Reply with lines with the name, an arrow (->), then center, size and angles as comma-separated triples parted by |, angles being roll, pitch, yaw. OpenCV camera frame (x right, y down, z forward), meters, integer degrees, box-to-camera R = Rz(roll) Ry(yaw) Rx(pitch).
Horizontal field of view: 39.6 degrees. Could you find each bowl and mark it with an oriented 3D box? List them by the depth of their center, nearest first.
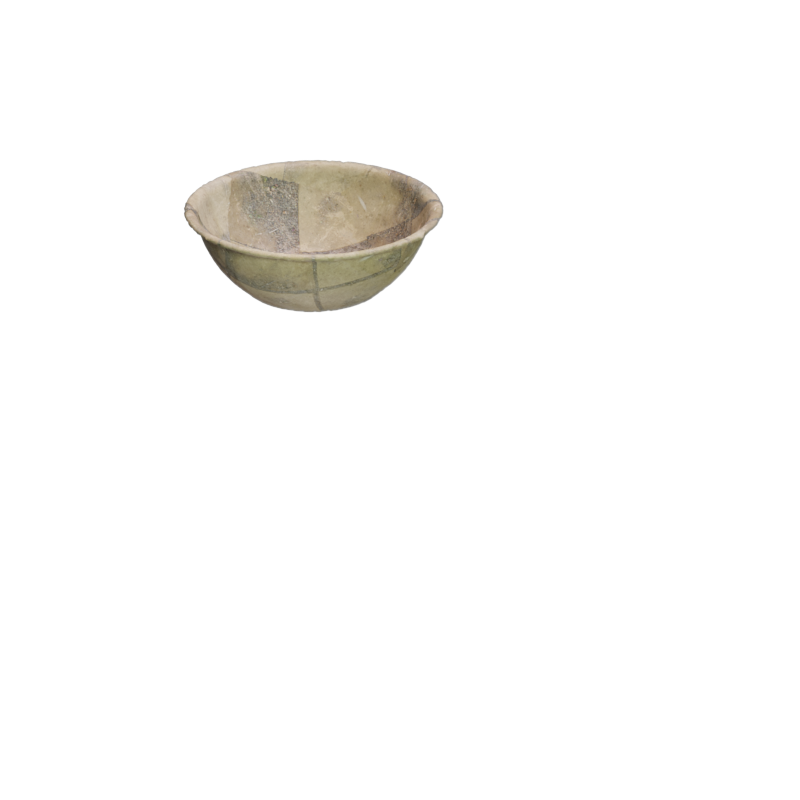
bowl -> -0.055, -0.100, 0.704 | 0.162, 0.052, 0.172 | -1, 30, -2
